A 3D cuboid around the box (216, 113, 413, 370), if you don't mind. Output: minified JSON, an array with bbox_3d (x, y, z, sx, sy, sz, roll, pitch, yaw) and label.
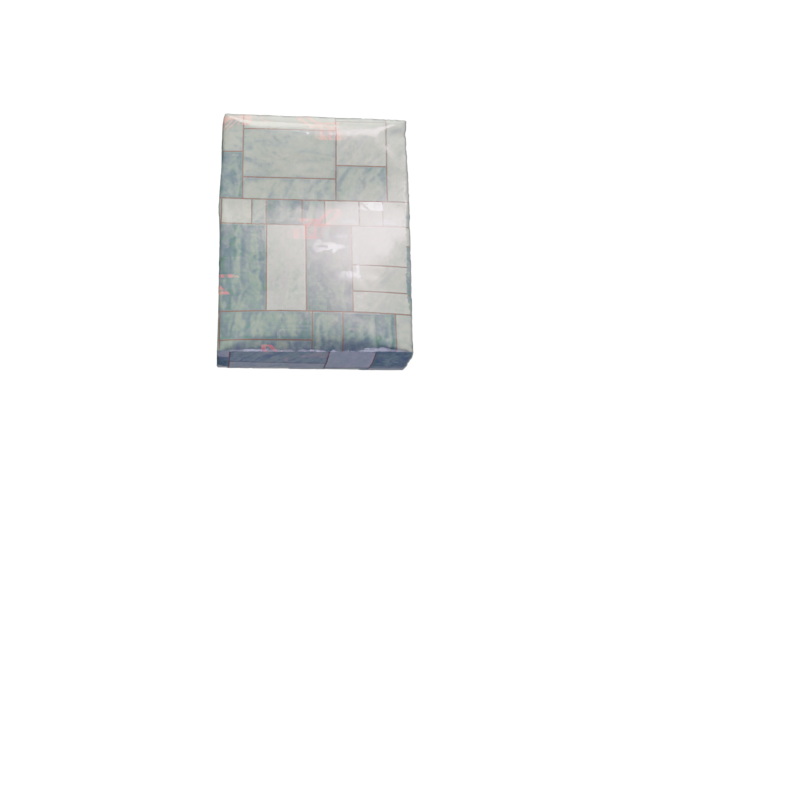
[{"bbox_3d":[-0.075,-0.136,0.954,0.163,0.223,0.069,1,-17,-6],"label":"box"}]
